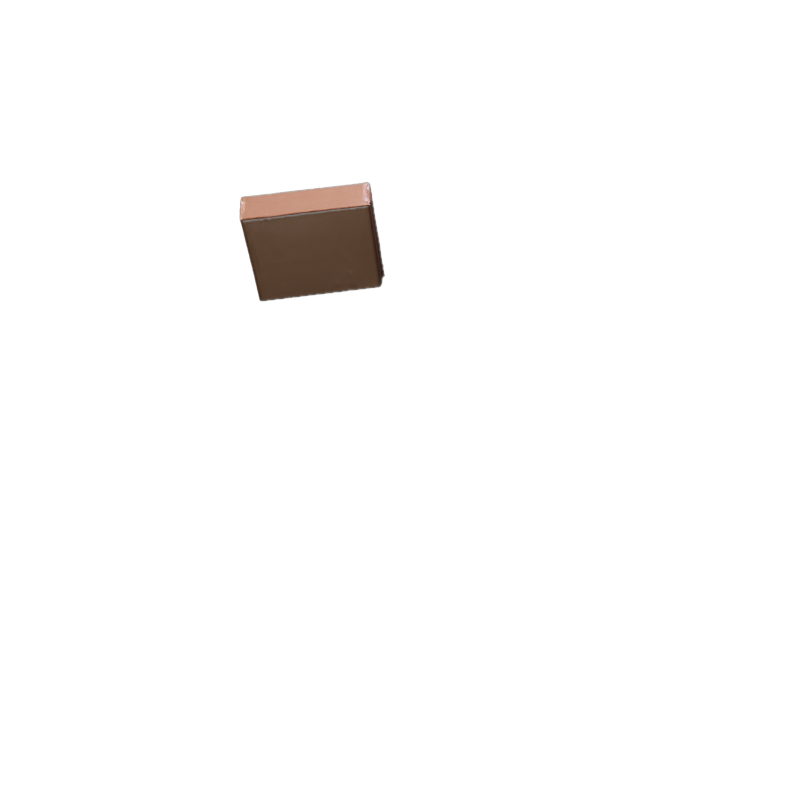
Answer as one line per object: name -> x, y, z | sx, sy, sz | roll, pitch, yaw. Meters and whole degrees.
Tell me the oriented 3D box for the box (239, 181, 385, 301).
box -> -0.059, -0.108, 0.754 | 0.090, 0.068, 0.032 | -6, 42, 5
